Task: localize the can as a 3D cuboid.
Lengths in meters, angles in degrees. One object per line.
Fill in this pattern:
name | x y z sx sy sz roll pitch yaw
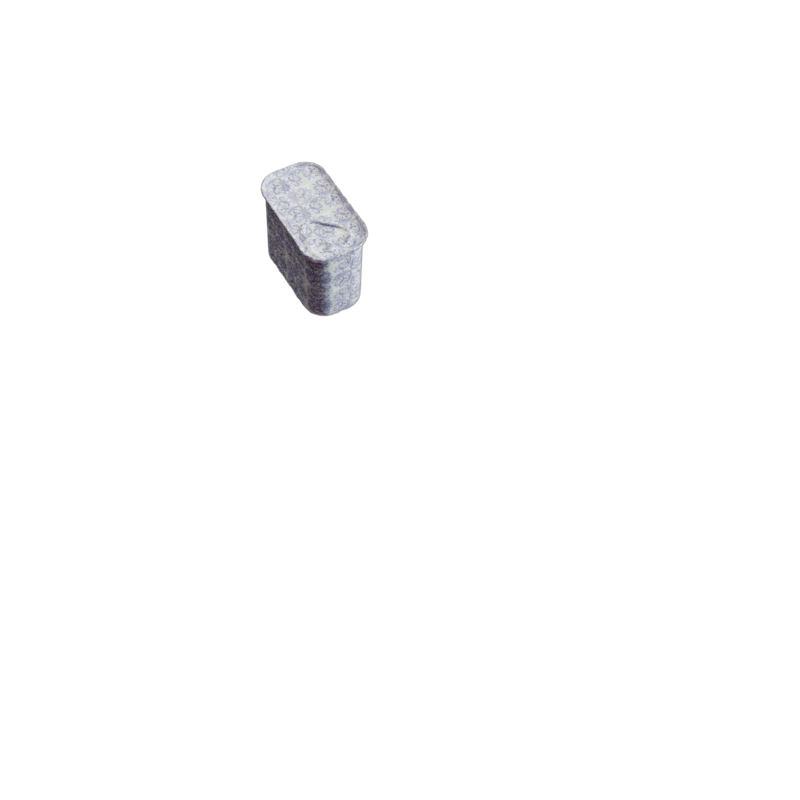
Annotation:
can | -0.071 -0.130 0.911 0.057 0.109 0.078 -24 -31 -18
